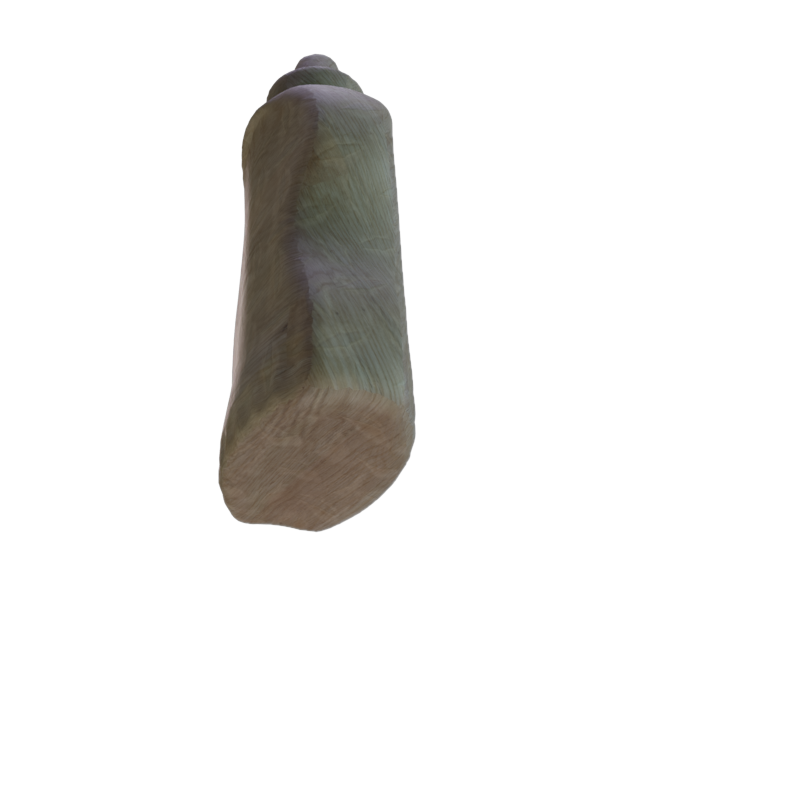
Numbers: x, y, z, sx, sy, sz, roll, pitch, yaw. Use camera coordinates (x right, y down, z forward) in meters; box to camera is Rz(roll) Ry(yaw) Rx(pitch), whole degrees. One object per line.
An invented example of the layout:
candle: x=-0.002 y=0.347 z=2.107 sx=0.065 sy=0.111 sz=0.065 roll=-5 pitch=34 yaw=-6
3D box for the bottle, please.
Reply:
bottle: x=-0.032 y=-0.058 z=0.409 sx=0.057 sy=0.205 sz=0.092 roll=9 pitch=-38 yaw=-15
